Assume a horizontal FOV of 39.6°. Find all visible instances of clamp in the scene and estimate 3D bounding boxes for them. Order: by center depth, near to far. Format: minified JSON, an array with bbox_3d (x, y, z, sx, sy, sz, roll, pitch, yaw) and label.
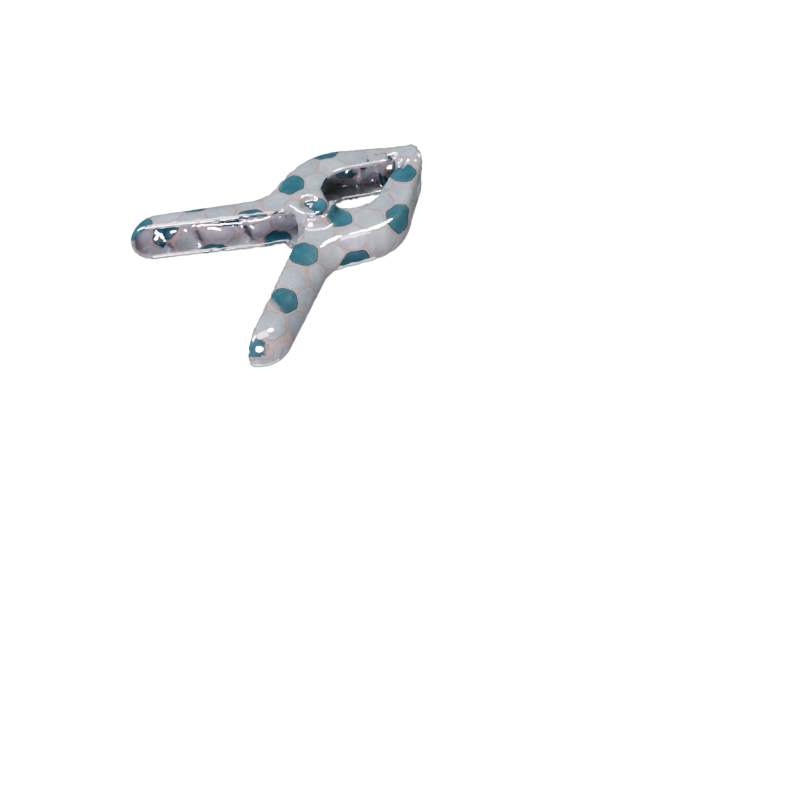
[{"bbox_3d":[-0.047,-0.087,0.606,0.171,0.129,0.037,-27,-31,-19],"label":"clamp"}]
